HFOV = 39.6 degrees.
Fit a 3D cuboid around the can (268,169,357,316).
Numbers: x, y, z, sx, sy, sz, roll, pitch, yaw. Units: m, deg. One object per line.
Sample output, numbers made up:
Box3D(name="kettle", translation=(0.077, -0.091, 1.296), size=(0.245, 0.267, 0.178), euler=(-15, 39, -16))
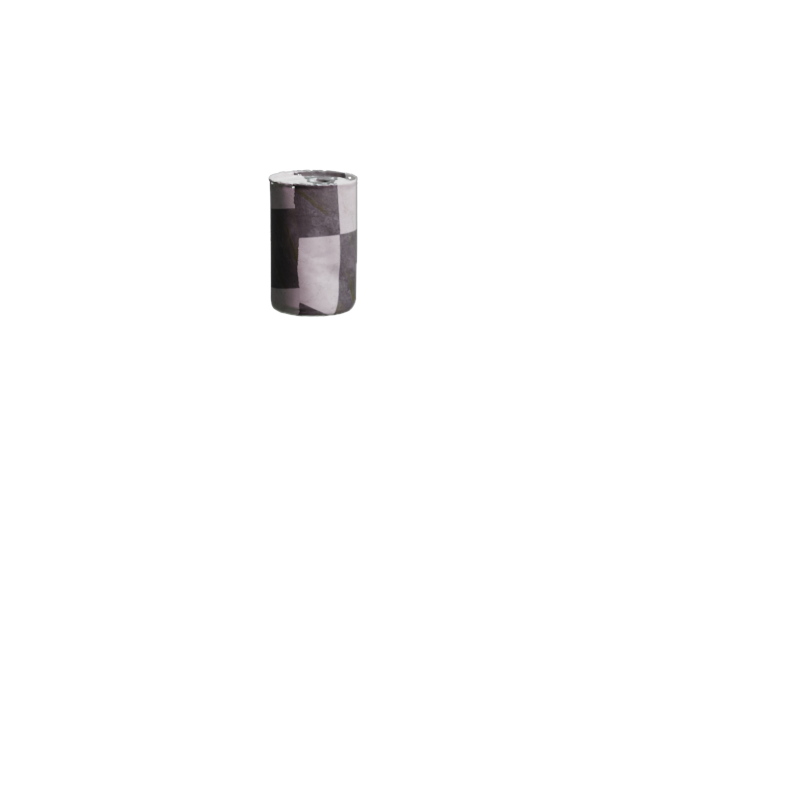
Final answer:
Box3D(name="can", translation=(-0.067, -0.122, 0.853), size=(0.068, 0.099, 0.071), euler=(0, 15, -2))
